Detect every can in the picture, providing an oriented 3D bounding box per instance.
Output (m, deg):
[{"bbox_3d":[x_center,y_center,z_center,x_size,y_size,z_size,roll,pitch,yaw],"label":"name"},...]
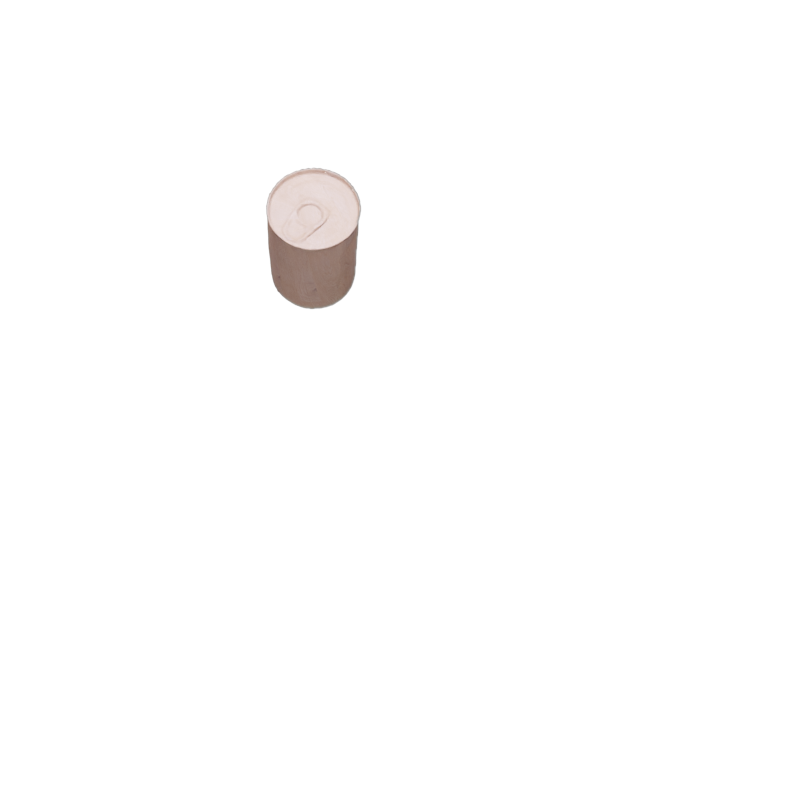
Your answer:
[{"bbox_3d":[-0.065,-0.119,0.836,0.068,0.073,0.097,0,-24,-3],"label":"can"}]
